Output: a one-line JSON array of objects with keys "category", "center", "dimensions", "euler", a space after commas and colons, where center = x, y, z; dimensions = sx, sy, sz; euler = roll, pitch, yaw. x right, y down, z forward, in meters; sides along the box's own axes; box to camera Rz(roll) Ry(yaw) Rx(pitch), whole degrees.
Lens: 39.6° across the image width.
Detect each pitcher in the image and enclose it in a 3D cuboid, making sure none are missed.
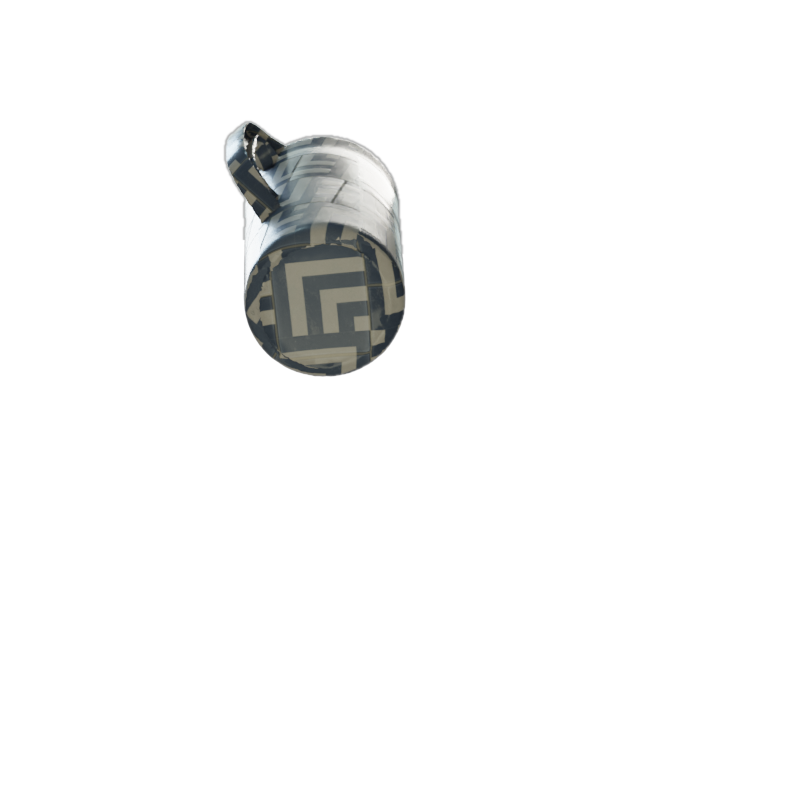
[{"category": "pitcher", "center": [-0.066, -0.120, 0.840], "dimensions": [0.148, 0.139, 0.255], "euler": [4, 22, -5]}]
